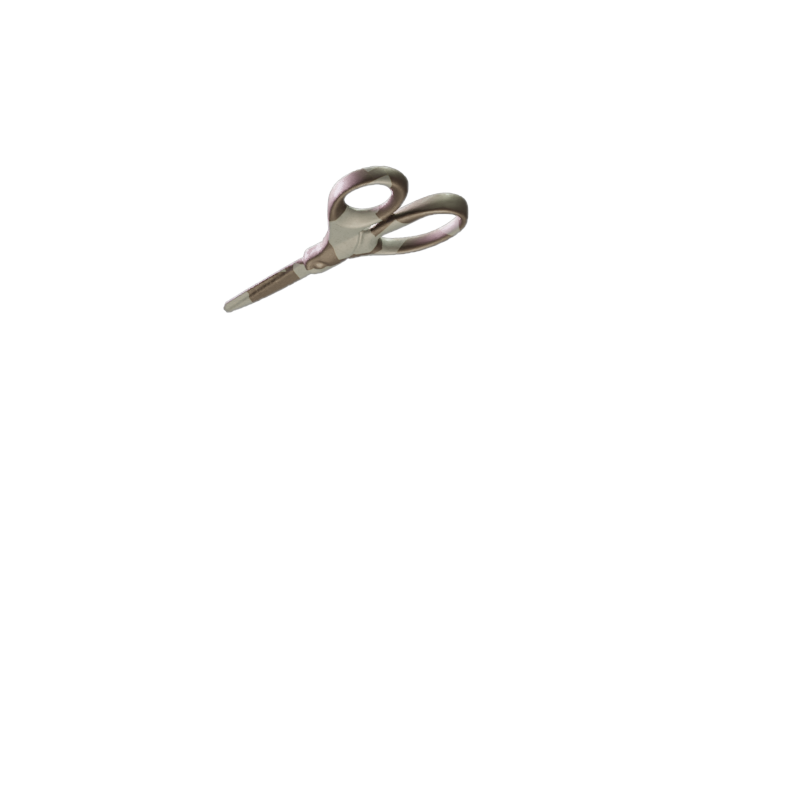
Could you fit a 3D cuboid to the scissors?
[{"bbox_3d":[-0.056,-0.102,0.713,0.204,0.017,0.089,-14,-30,25],"label":"scissors"}]
